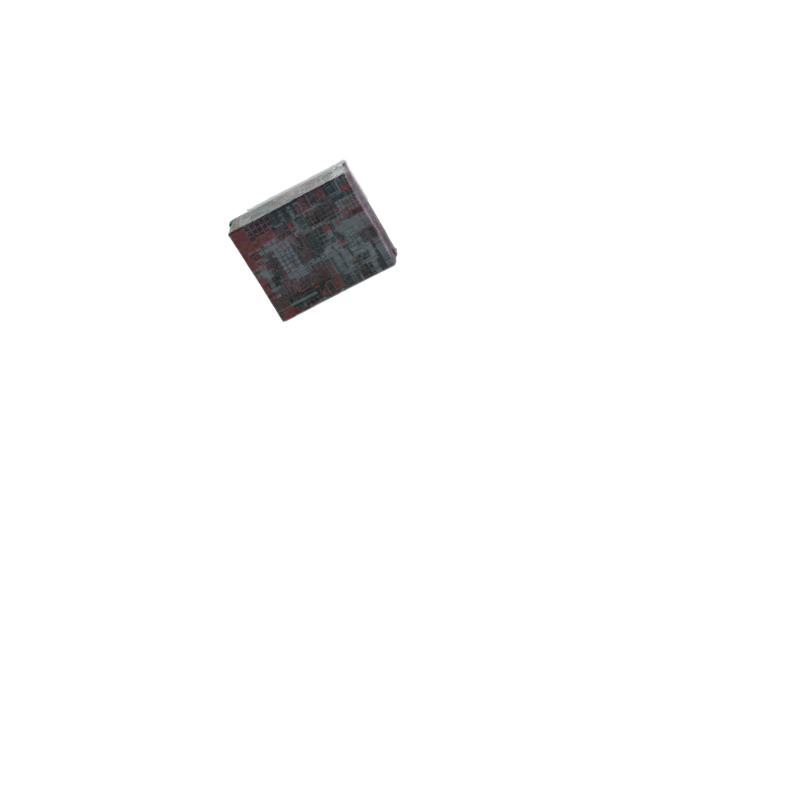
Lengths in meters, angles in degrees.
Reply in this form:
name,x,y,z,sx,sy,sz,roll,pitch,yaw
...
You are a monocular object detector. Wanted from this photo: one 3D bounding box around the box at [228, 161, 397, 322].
name,x,y,z,sx,sy,sz,roll,pitch,yaw
box,-0.057,-0.104,0.729,0.089,0.069,0.032,-27,22,11
